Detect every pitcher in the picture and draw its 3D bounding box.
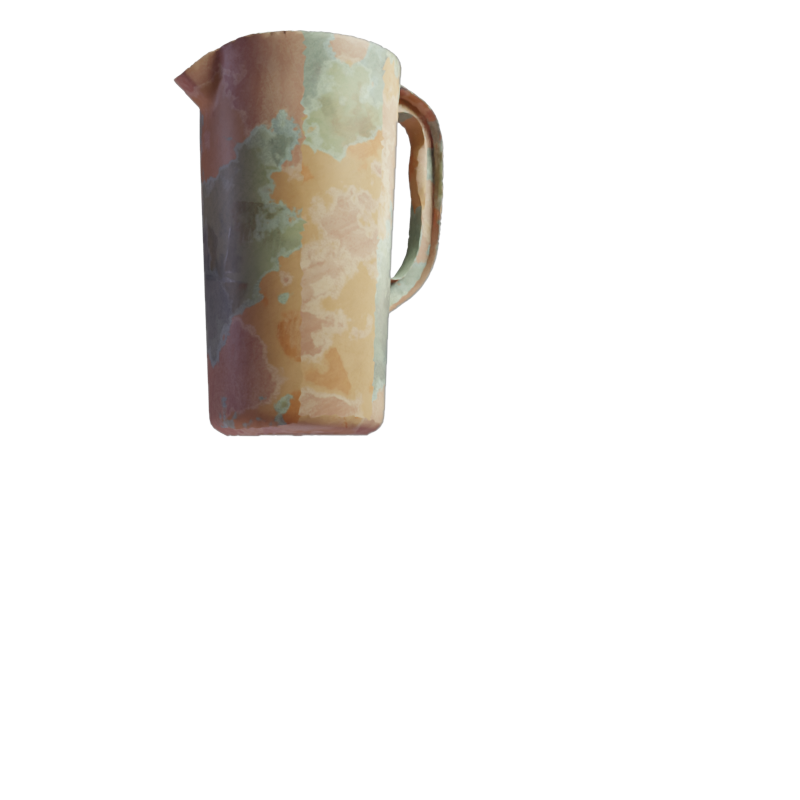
[{"bbox_3d":[-0.055,-0.101,0.704,0.152,0.248,0.139,-2,-8,14],"label":"pitcher"}]
